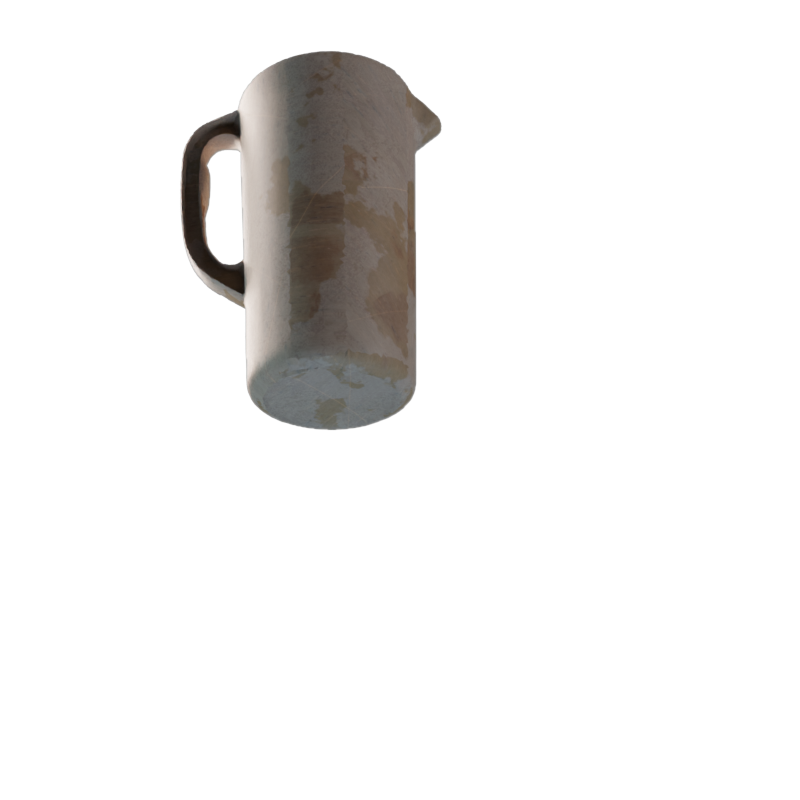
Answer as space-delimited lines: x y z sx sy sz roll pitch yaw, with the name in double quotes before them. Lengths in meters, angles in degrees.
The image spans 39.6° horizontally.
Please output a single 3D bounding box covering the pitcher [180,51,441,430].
"pitcher" -0.060 -0.109 0.764 0.136 0.259 0.149 25 -40 -38
